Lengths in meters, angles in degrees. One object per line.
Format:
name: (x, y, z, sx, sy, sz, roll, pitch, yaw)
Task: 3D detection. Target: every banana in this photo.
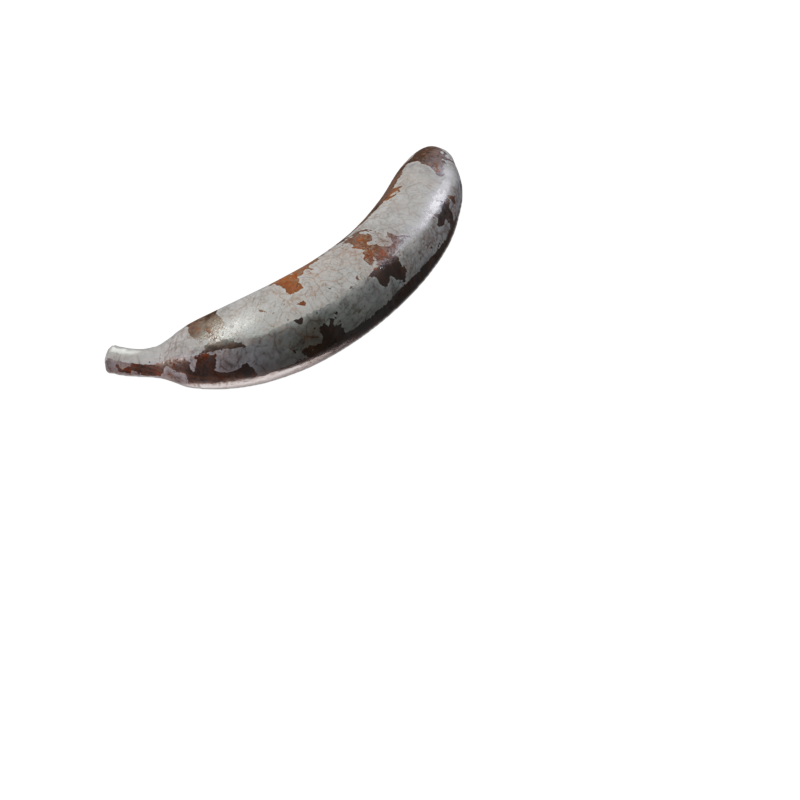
banana: (-0.026, -0.056, 0.463, 0.074, 0.034, 0.199, 33, 52, 29)
